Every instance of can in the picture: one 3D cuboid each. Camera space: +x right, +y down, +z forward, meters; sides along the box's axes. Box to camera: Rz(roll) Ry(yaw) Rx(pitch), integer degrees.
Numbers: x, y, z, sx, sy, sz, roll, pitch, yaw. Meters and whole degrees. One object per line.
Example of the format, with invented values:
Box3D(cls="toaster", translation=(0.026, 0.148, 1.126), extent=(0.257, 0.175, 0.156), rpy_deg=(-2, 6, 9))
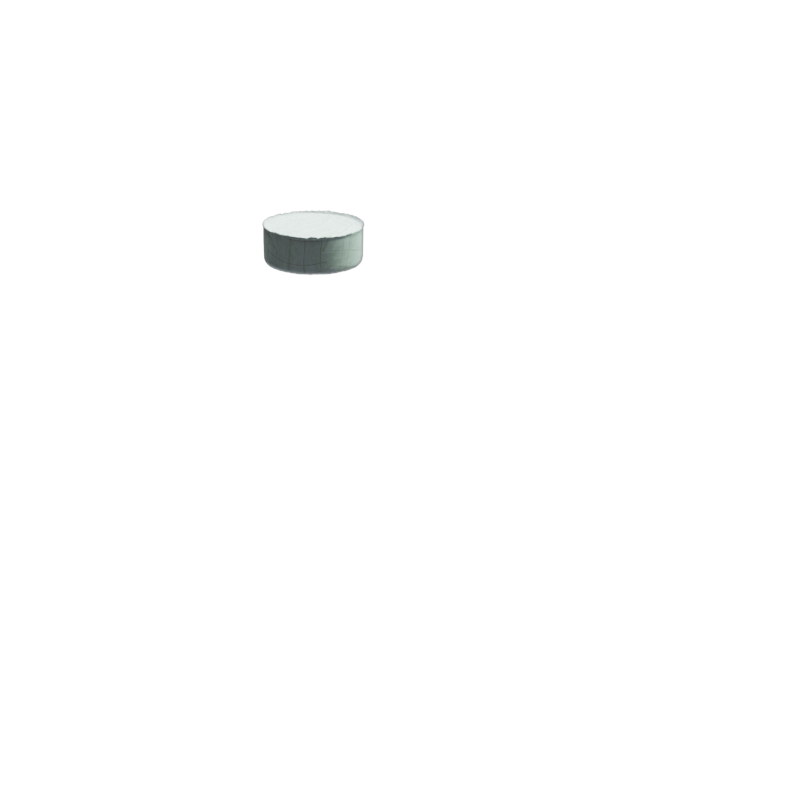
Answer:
Box3D(cls="can", translation=(-0.073, -0.134, 0.938), extent=(0.086, 0.032, 0.090), rpy_deg=(-1, 23, -2))
